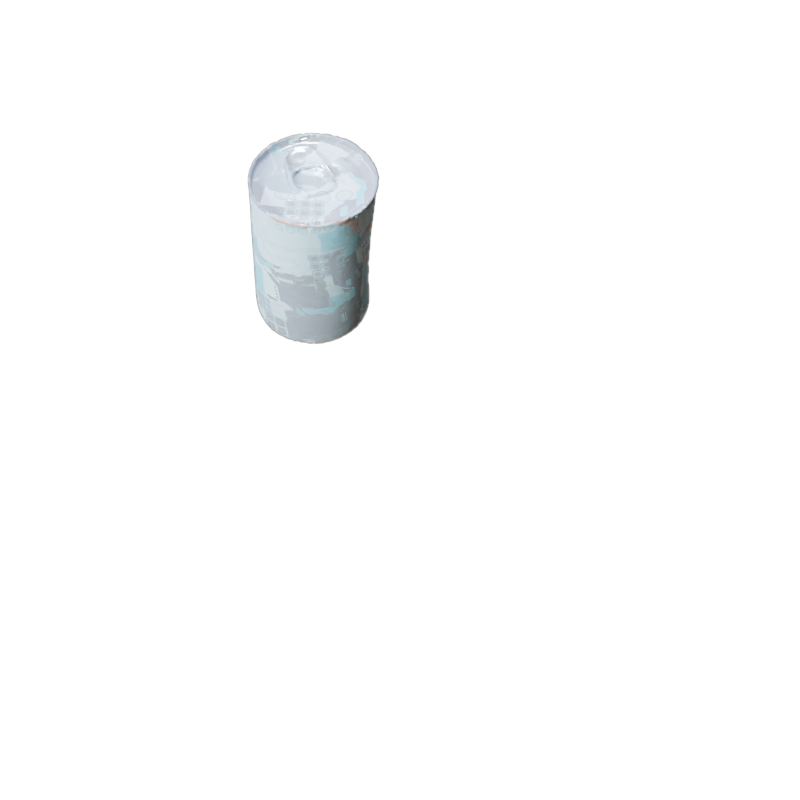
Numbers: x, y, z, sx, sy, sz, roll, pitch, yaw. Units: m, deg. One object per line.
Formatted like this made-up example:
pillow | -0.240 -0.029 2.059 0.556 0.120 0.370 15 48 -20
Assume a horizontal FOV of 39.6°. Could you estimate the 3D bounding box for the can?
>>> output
can | -0.048 -0.087 0.609 0.068 0.073 0.095 0 -37 -3
